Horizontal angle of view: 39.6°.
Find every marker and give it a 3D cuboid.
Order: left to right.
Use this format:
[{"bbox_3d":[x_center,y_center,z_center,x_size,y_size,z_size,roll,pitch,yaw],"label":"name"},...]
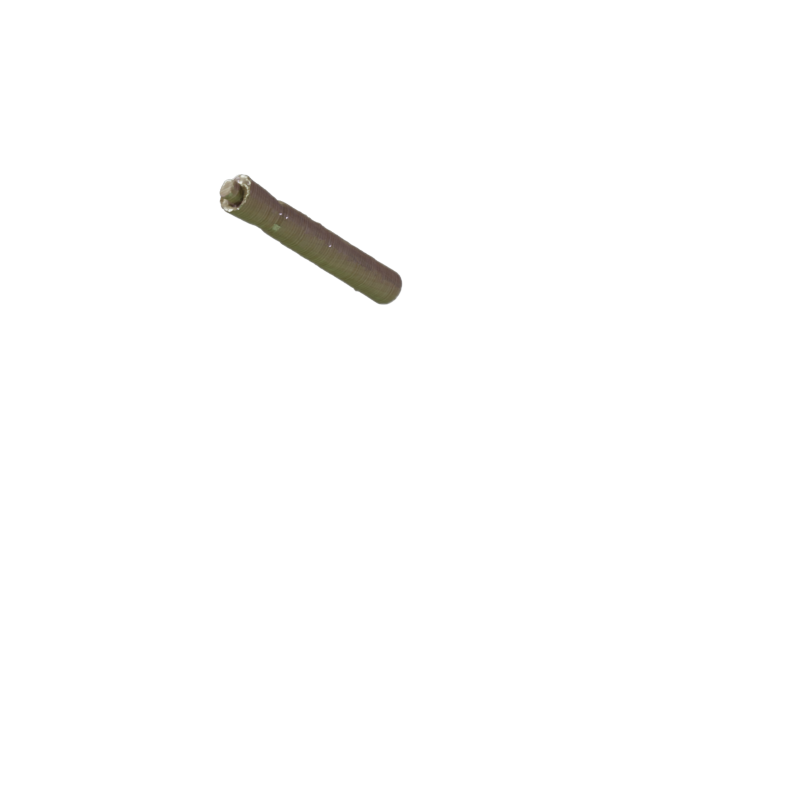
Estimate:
[{"bbox_3d":[-0.041,-0.075,0.527,0.021,0.020,0.113,3,-17,42],"label":"marker"}]
